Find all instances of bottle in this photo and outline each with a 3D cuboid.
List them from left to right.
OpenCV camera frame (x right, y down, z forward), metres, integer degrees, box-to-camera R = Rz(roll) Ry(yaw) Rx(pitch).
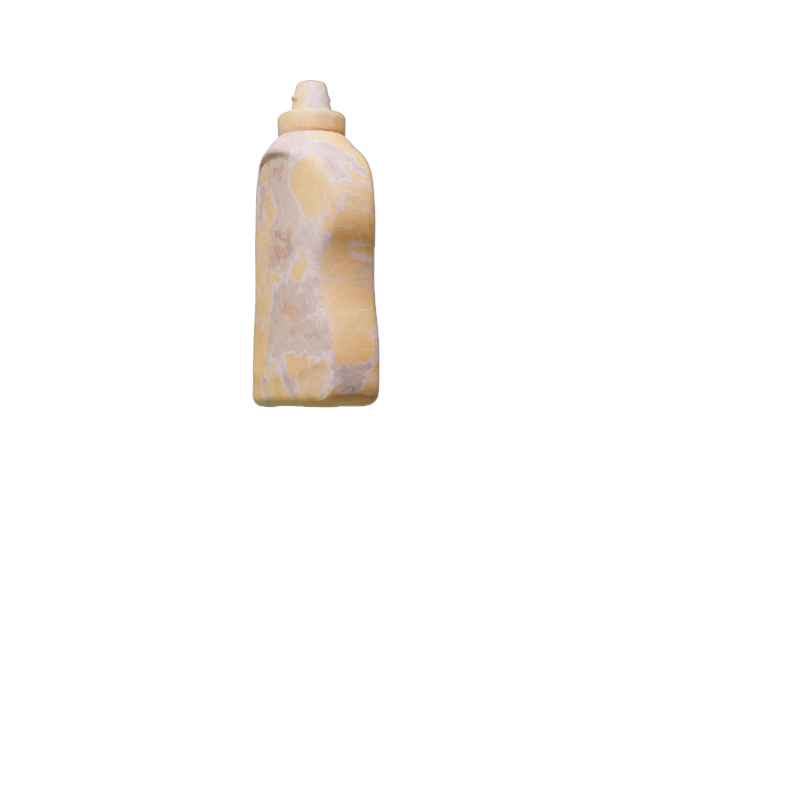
[{"bbox_3d":[-0.051,-0.093,0.650,0.056,0.196,0.098,4,-9,-31],"label":"bottle"}]
